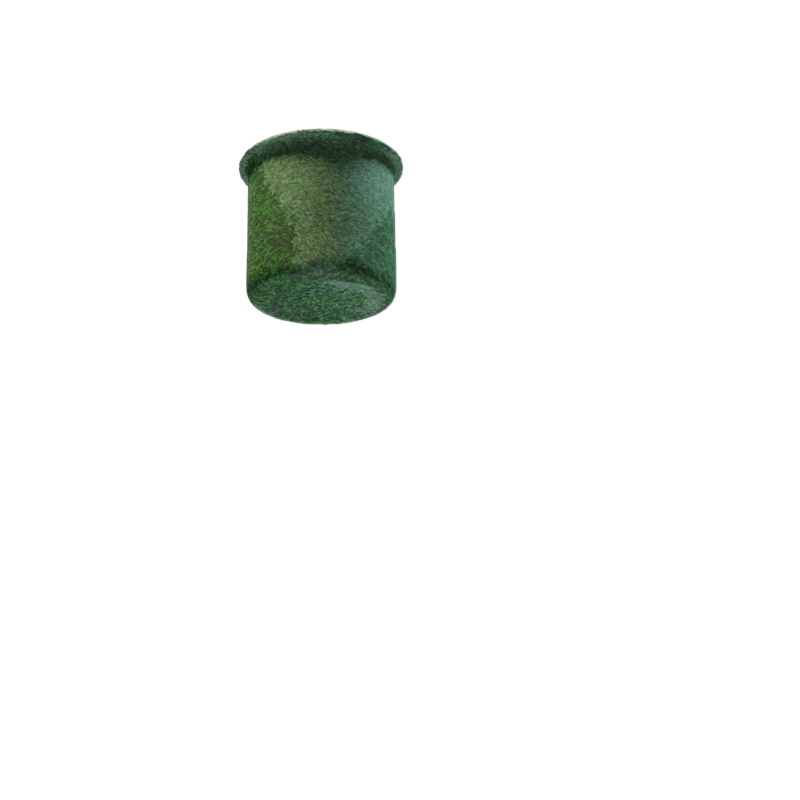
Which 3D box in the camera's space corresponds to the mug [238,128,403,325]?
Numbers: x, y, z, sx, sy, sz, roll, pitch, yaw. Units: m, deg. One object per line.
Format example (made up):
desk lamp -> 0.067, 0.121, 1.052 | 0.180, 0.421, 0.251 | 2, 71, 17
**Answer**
mug -> -0.049, -0.089, 0.621 | 0.090, 0.086, 0.115 | 8, -21, -23
